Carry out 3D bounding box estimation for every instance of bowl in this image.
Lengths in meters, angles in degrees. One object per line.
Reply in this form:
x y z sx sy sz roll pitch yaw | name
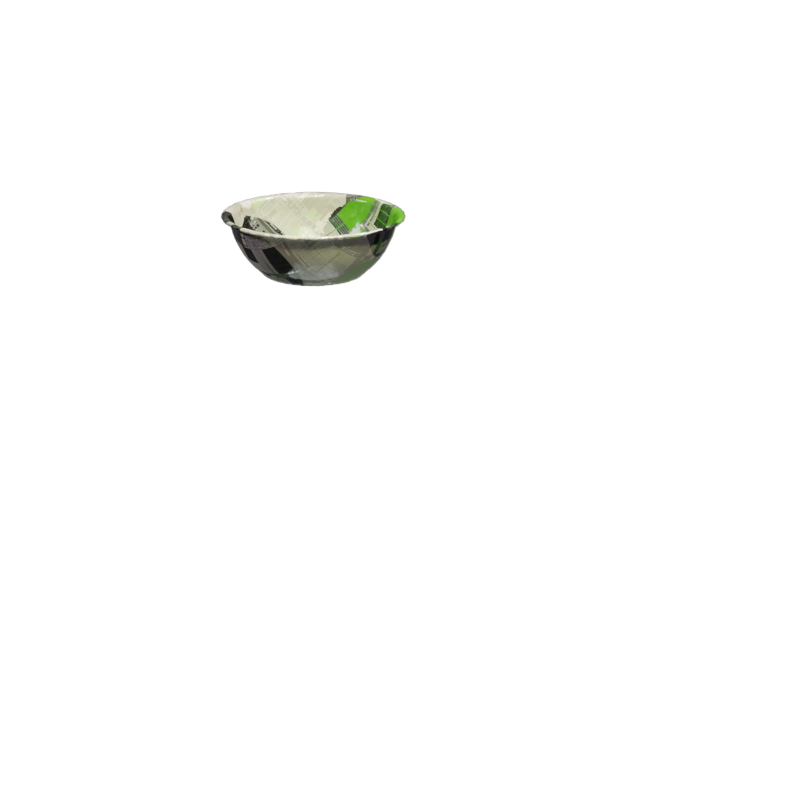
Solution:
-0.077 -0.140 0.980 0.162 0.053 0.169 -1 22 -2 | bowl
